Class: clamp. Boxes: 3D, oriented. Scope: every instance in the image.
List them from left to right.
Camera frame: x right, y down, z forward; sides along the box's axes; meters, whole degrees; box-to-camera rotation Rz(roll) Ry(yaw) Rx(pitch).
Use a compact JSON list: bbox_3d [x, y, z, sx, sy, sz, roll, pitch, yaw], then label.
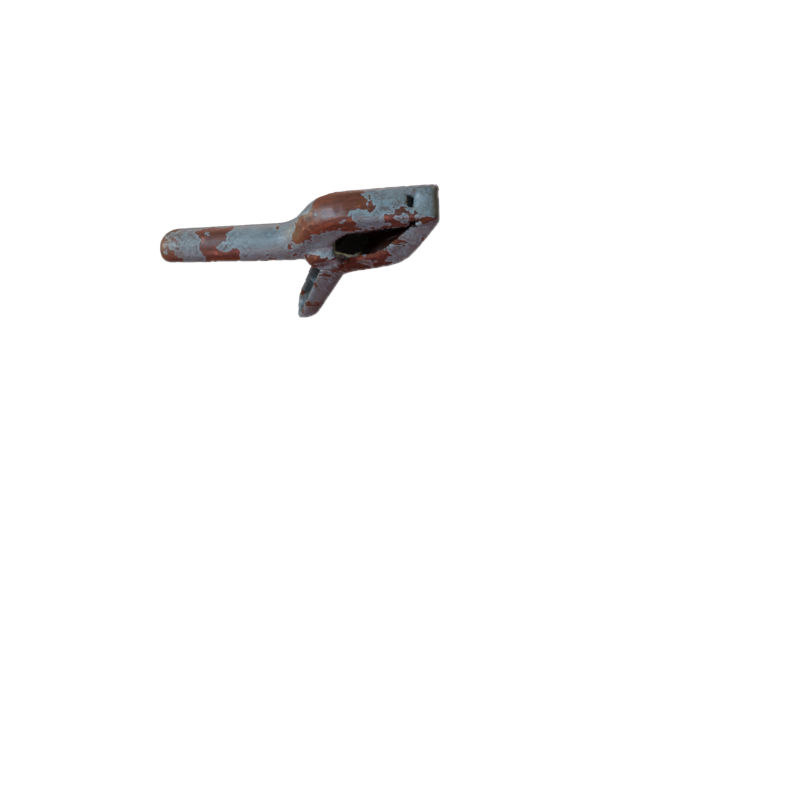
[{"bbox_3d":[-0.064,-0.117,0.822,0.155,0.038,0.212,17,-25,-40],"label":"clamp"}]
